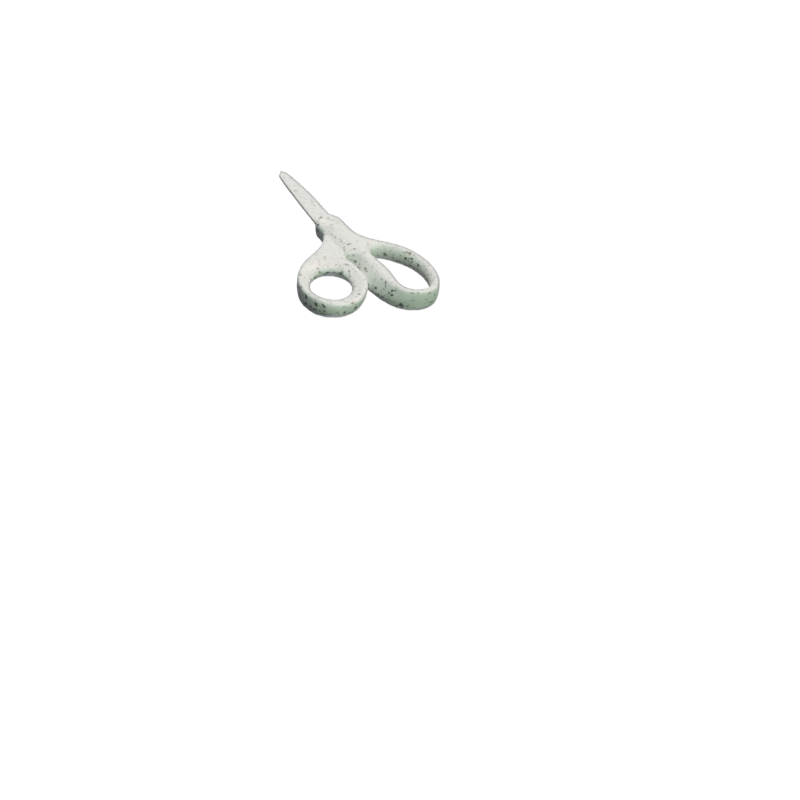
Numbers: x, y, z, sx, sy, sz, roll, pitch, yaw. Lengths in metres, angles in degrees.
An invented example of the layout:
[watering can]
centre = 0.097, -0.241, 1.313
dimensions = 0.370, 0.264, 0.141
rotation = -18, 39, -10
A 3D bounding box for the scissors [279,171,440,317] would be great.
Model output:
[scissors]
centre = -0.058, -0.105, 0.738
dimensions = 0.095, 0.015, 0.217
rotation = -23, 41, -30
